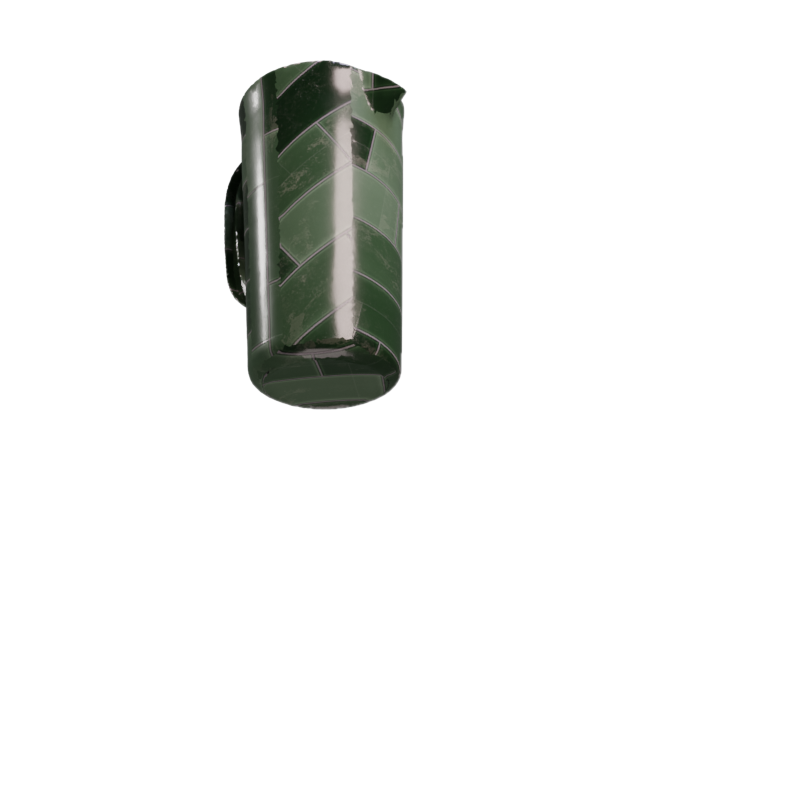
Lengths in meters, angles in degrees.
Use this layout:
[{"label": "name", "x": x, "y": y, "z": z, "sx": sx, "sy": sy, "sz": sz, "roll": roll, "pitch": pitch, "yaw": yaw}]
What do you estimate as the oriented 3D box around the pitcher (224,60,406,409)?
[{"label": "pitcher", "x": -0.066, "y": -0.120, "z": 0.838, "sx": 0.144, "sy": 0.258, "sz": 0.141, "roll": 0, "pitch": -28, "yaw": -4}]
